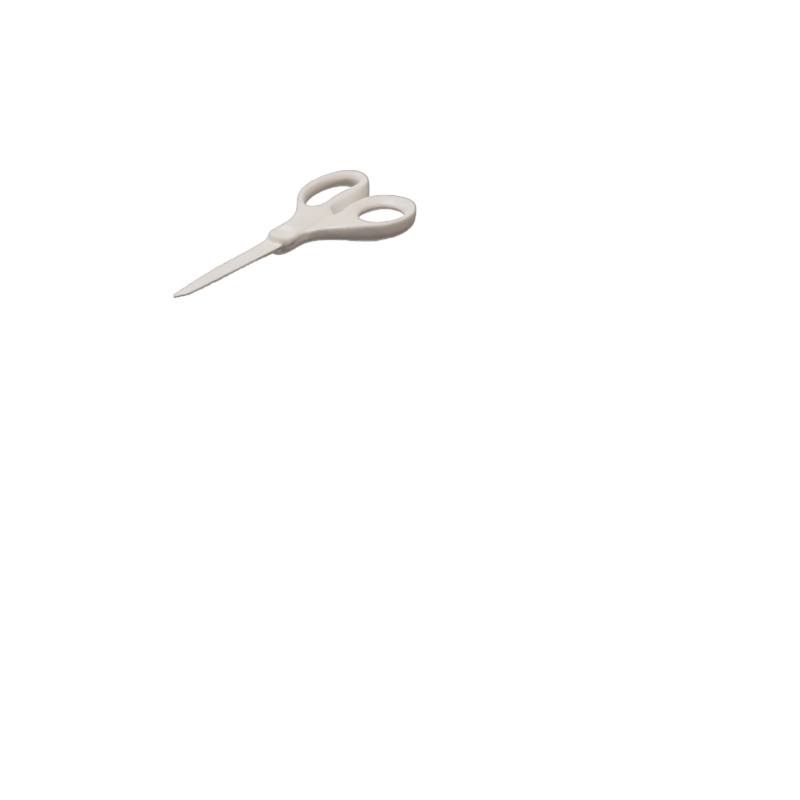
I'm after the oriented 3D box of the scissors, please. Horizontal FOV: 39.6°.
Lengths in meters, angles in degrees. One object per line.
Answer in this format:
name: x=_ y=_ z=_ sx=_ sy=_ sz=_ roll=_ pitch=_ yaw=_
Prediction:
scissors: x=-0.059 y=-0.107 z=0.748 sx=0.100 sy=0.015 sz=0.207 roll=14 pitch=38 yaw=19
